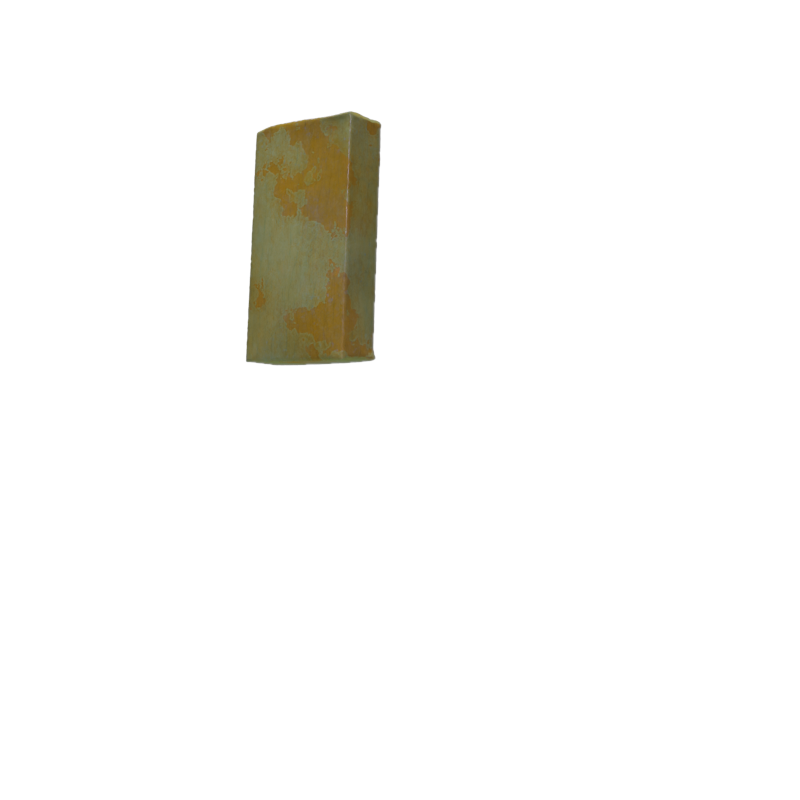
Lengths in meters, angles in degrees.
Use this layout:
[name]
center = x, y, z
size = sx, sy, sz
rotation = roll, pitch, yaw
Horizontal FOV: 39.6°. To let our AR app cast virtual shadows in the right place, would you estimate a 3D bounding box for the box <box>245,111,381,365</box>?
[box]
center = -0.063, -0.115, 0.804
size = 0.096, 0.180, 0.046
rotation = -5, -9, 36
